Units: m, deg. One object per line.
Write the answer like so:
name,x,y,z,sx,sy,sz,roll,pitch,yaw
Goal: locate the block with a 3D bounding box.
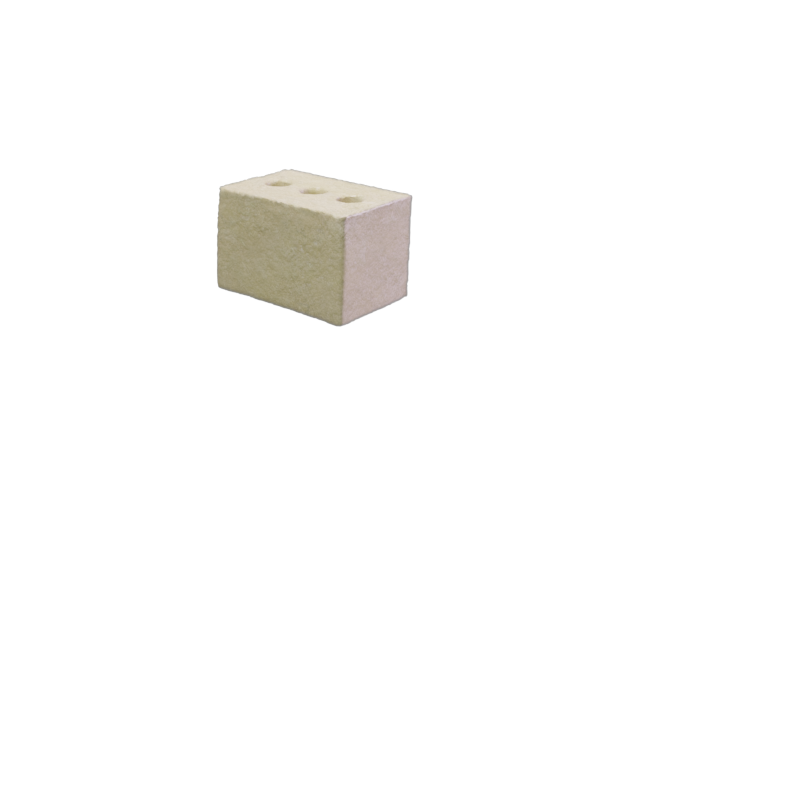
block,-0.040,-0.074,0.517,0.082,0.049,0.052,18,27,35
